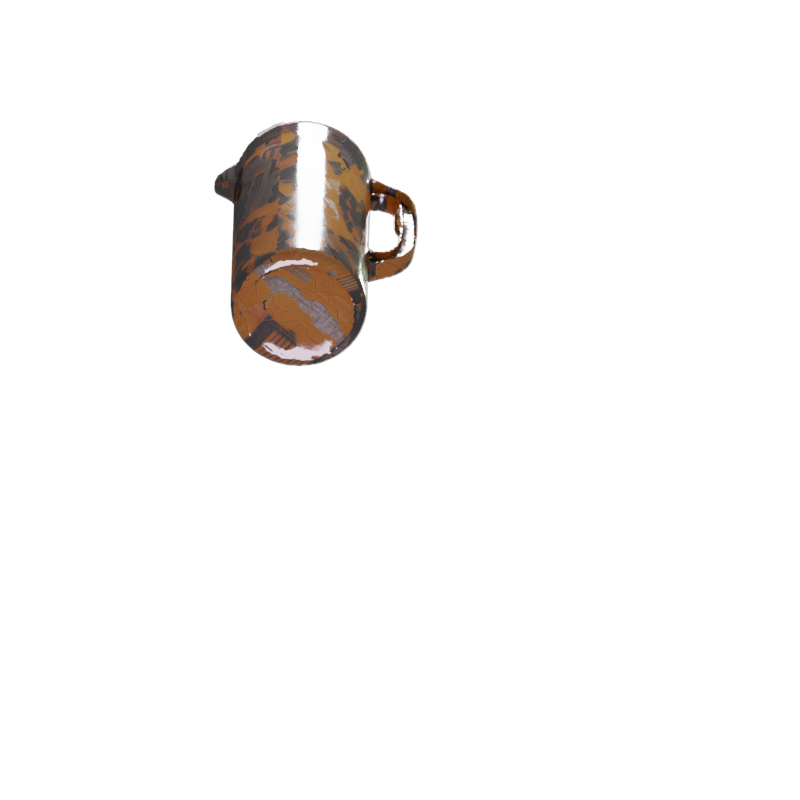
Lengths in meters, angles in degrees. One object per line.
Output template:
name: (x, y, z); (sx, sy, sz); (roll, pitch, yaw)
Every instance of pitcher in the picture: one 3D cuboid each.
pitcher: (-0.076, -0.138, 0.968); (0.148, 0.136, 0.259); (-32, 30, 17)
